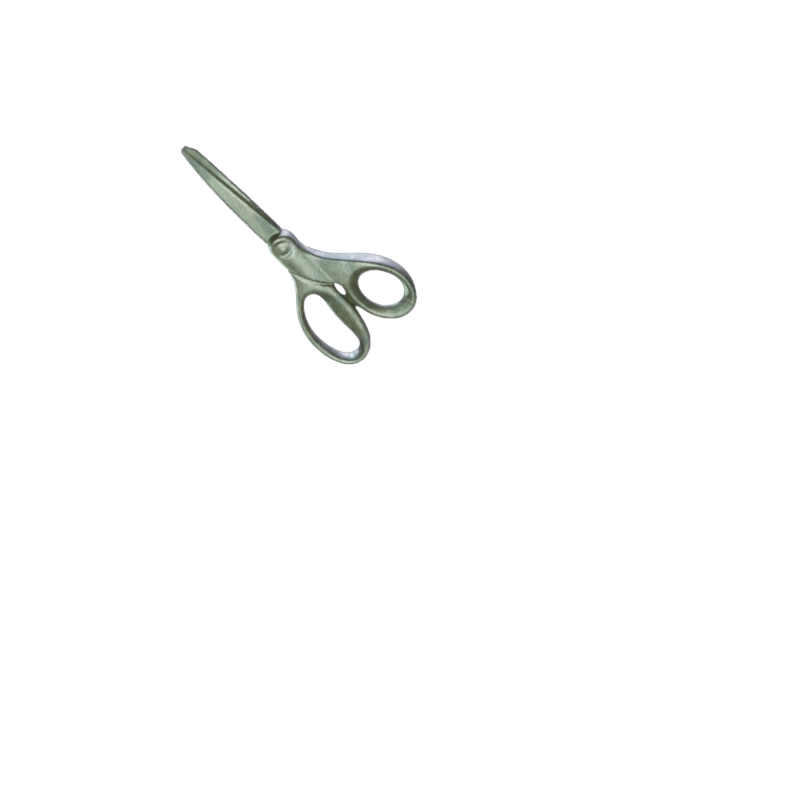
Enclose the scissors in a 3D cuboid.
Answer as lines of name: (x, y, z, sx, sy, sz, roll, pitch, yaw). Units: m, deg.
scissors: (-0.060, -0.109, 0.761, 0.096, 0.189, 0.017, -23, 27, 13)
